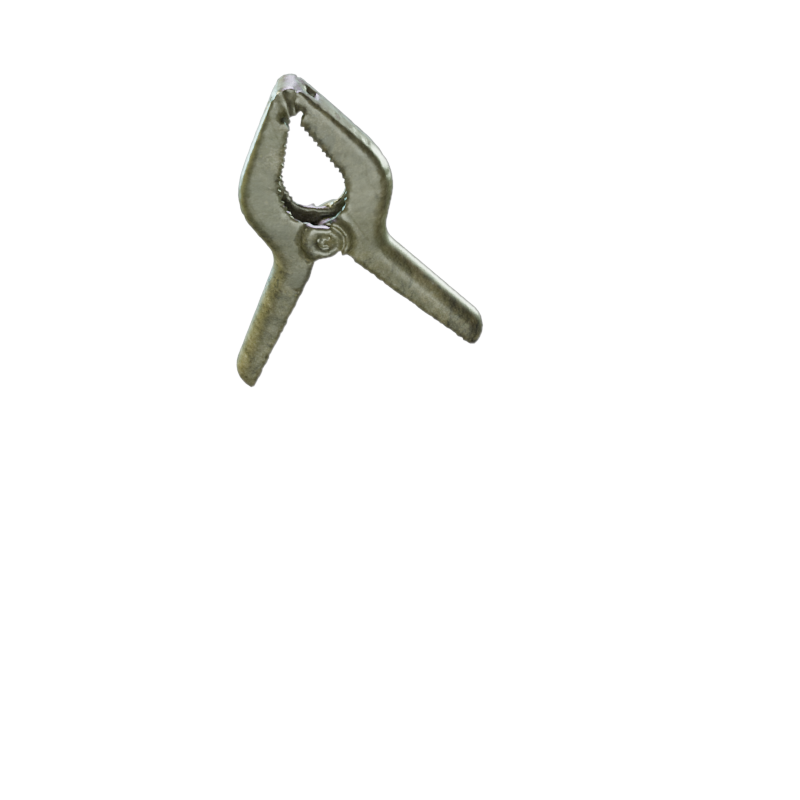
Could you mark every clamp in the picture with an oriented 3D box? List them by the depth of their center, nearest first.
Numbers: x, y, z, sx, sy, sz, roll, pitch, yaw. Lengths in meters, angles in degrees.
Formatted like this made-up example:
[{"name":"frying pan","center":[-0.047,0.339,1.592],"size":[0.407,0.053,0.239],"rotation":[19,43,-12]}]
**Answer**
[{"name":"clamp","center":[-0.054,-0.099,0.695],"size":[0.165,0.197,0.039],"rotation":[-17,29,10]}]
